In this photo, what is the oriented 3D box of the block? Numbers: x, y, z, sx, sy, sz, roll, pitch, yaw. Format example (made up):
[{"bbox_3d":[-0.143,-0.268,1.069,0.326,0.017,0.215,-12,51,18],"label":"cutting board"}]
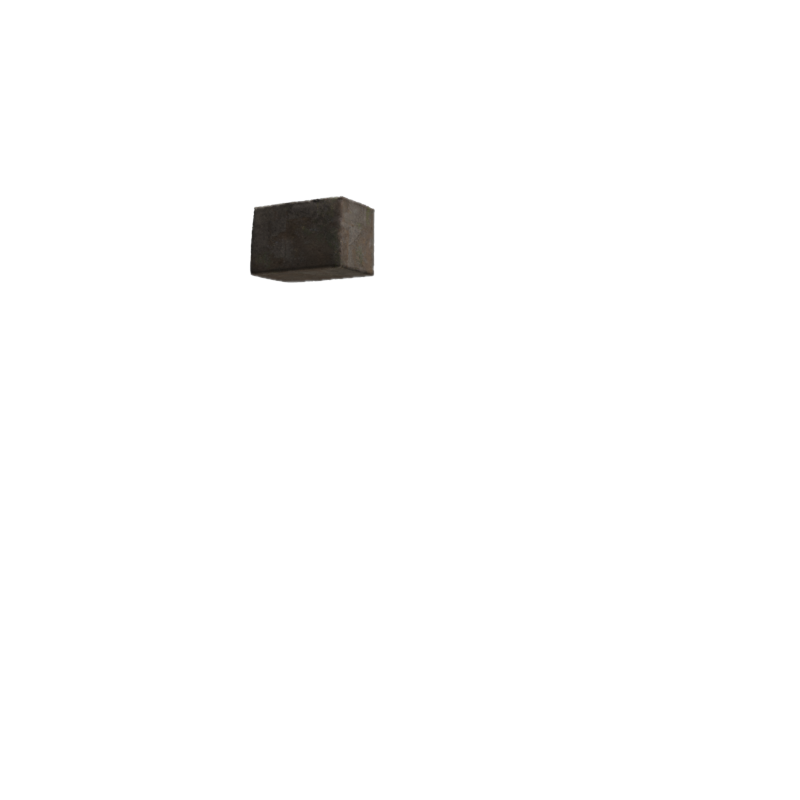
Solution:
[{"bbox_3d":[-0.064,-0.116,0.813,0.080,0.052,0.050,-3,-7,29],"label":"block"}]
